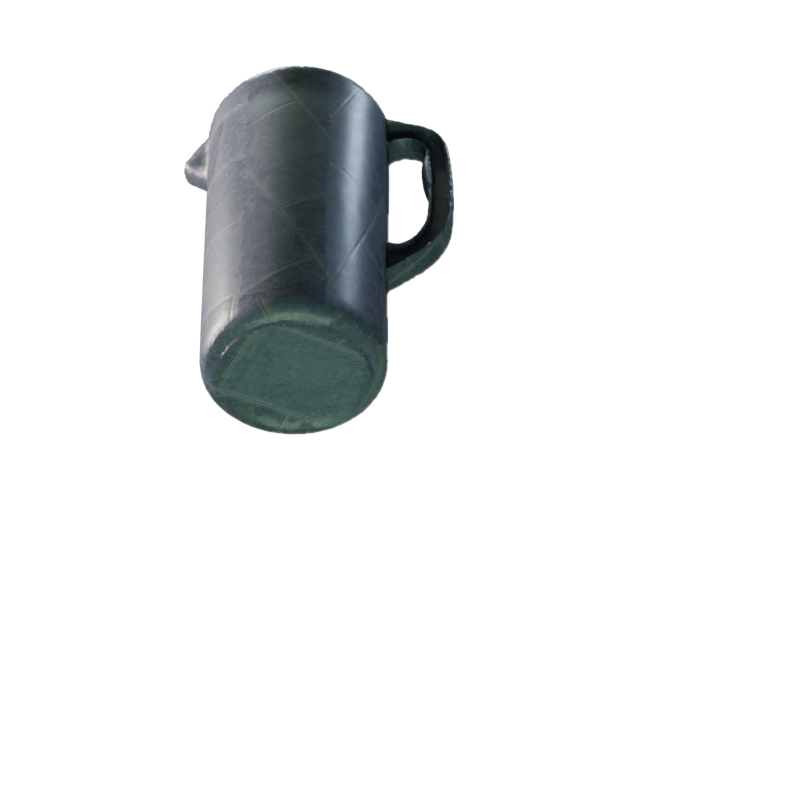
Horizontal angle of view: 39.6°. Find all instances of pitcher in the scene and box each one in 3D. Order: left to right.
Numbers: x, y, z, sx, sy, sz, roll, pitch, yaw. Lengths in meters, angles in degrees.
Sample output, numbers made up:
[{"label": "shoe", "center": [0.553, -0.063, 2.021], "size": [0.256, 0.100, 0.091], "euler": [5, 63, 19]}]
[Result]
[{"label": "pitcher", "center": [-0.056, -0.102, 0.717], "size": [0.137, 0.261, 0.146], "euler": [29, -55, -27]}]
